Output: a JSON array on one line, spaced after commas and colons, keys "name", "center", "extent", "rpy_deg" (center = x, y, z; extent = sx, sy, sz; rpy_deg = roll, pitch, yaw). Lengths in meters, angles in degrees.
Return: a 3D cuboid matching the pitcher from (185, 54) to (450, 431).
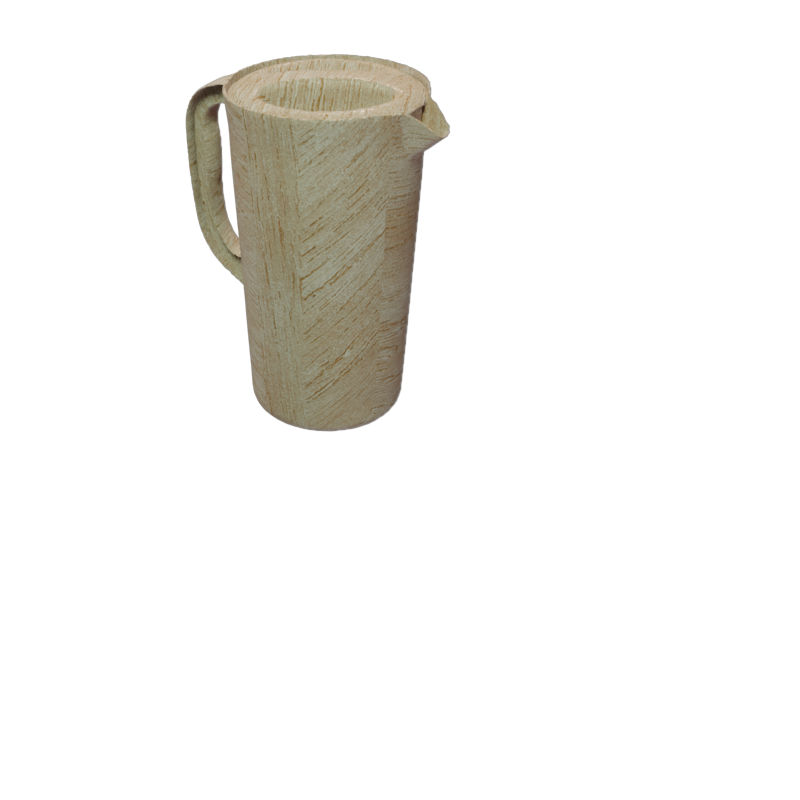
[{"name": "pitcher", "center": [-0.059, -0.108, 0.758], "extent": [0.143, 0.229, 0.161], "rpy_deg": [-9, 31, -18]}]
